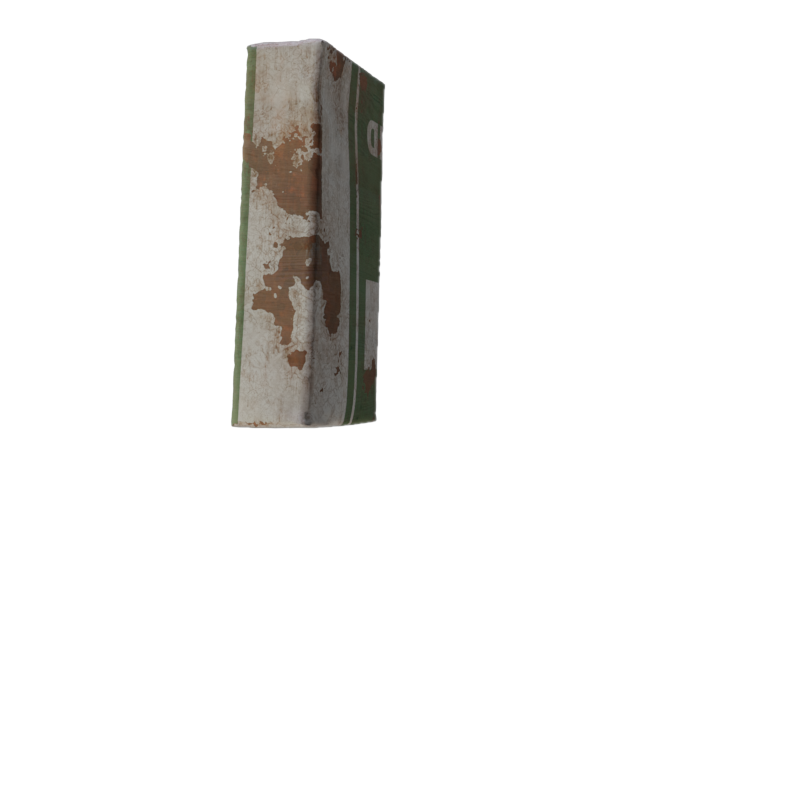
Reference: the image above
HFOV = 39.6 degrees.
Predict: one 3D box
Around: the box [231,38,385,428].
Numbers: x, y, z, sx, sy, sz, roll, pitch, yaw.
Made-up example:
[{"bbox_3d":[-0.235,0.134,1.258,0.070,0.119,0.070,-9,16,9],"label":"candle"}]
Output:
[{"bbox_3d":[-0.042,-0.077,0.537,0.049,0.179,0.090,-3,-6,19],"label":"box"}]
